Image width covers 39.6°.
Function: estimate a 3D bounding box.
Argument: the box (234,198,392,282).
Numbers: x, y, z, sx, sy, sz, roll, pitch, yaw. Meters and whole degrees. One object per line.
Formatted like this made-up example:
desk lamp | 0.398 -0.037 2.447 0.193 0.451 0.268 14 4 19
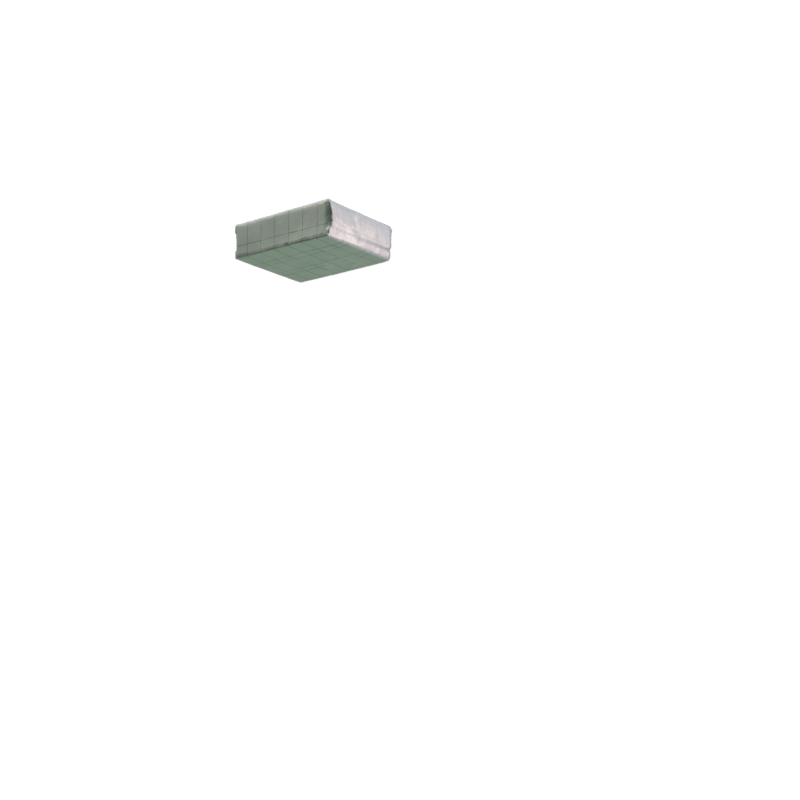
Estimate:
box | -0.062 -0.114 0.795 0.091 0.031 0.069 -10 -16 37
